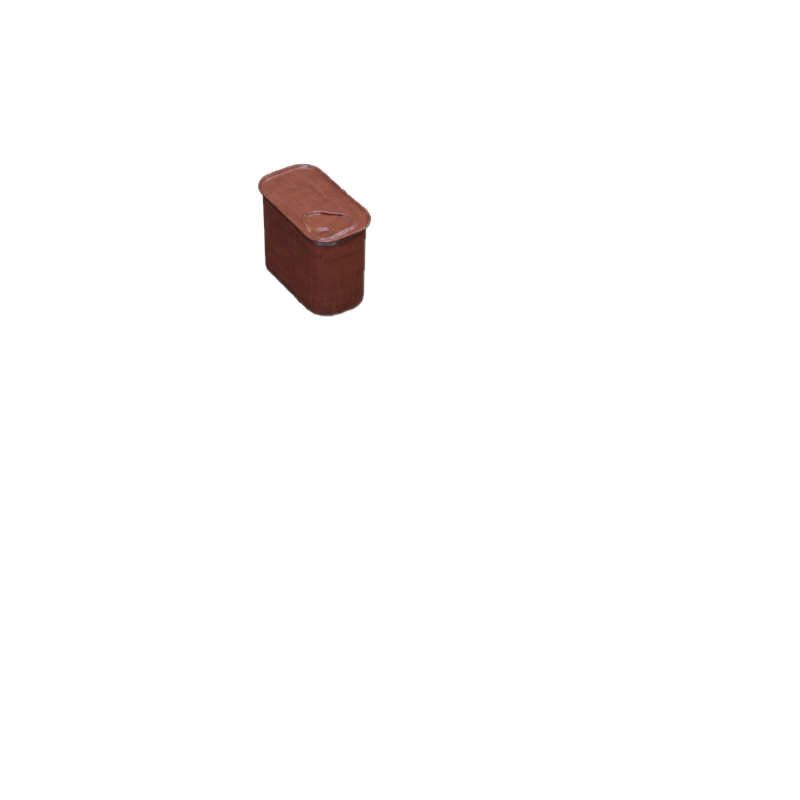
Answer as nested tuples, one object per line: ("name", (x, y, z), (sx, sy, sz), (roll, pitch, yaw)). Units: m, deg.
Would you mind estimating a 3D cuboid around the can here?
("can", (-0.070, -0.128, 0.895), (0.057, 0.078, 0.110), (-23, 48, -26))
